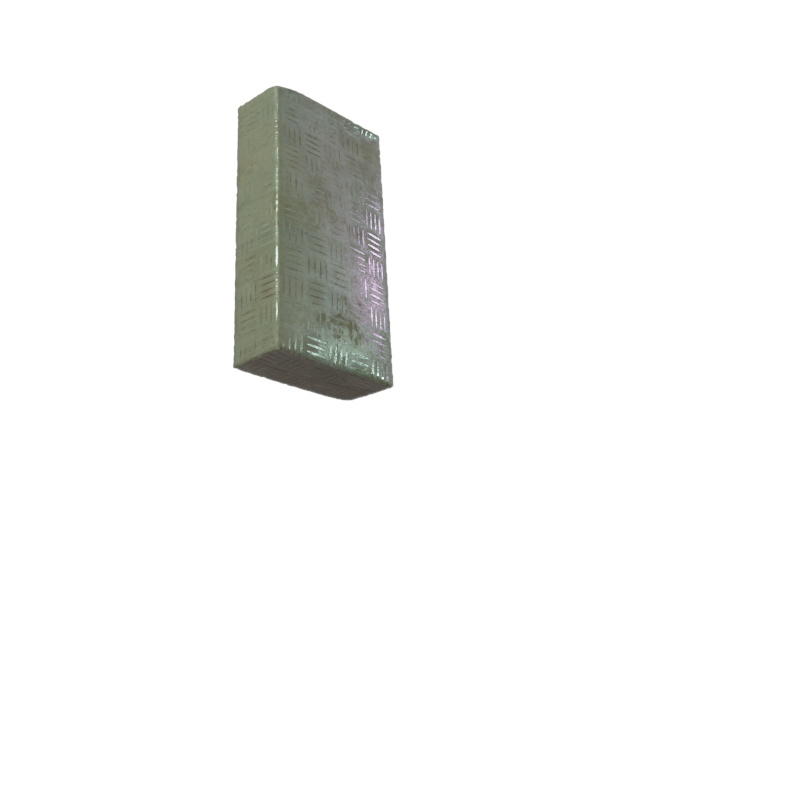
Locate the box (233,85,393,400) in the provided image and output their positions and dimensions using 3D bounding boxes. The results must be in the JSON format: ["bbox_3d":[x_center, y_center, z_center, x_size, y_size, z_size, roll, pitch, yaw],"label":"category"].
[{"bbox_3d":[-0.052,-0.095,0.665,0.088,0.186,0.048,20,-33,-41],"label":"box"}]
